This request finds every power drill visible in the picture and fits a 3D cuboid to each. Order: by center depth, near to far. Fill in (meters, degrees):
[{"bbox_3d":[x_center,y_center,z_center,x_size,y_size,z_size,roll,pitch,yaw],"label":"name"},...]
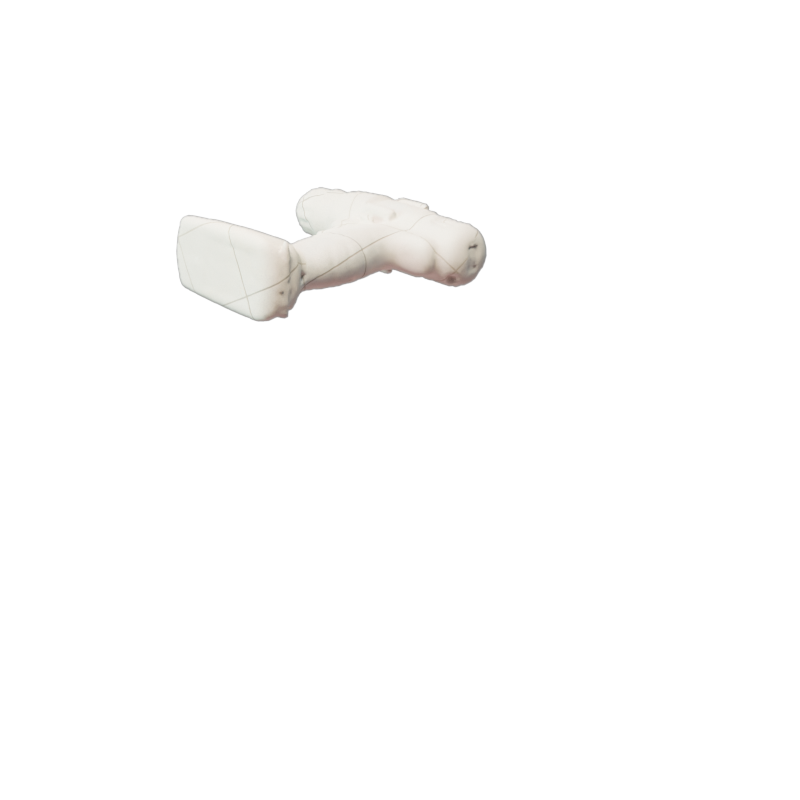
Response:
[{"bbox_3d":[-0.062,-0.113,0.788,0.184,0.055,0.196,-18,27,-39],"label":"power drill"}]
